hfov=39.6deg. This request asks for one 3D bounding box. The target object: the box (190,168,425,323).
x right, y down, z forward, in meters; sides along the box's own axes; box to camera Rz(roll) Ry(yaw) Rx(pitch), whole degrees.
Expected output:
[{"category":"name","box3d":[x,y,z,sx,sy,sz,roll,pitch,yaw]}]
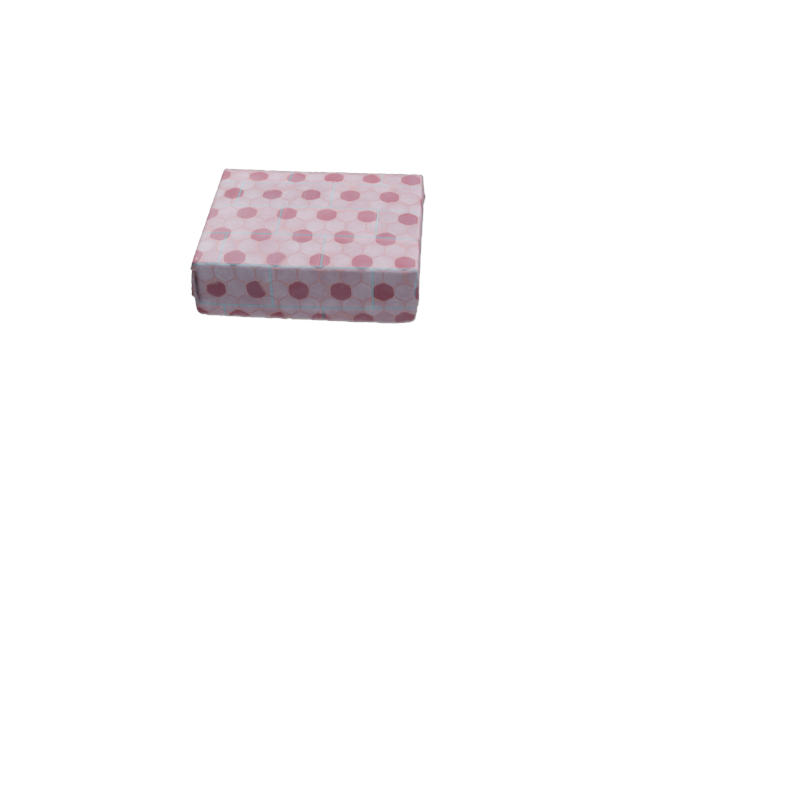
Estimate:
[{"category":"box","box3d":[-0.045,-0.082,0.577,0.114,0.036,0.096,3,41,4]}]
